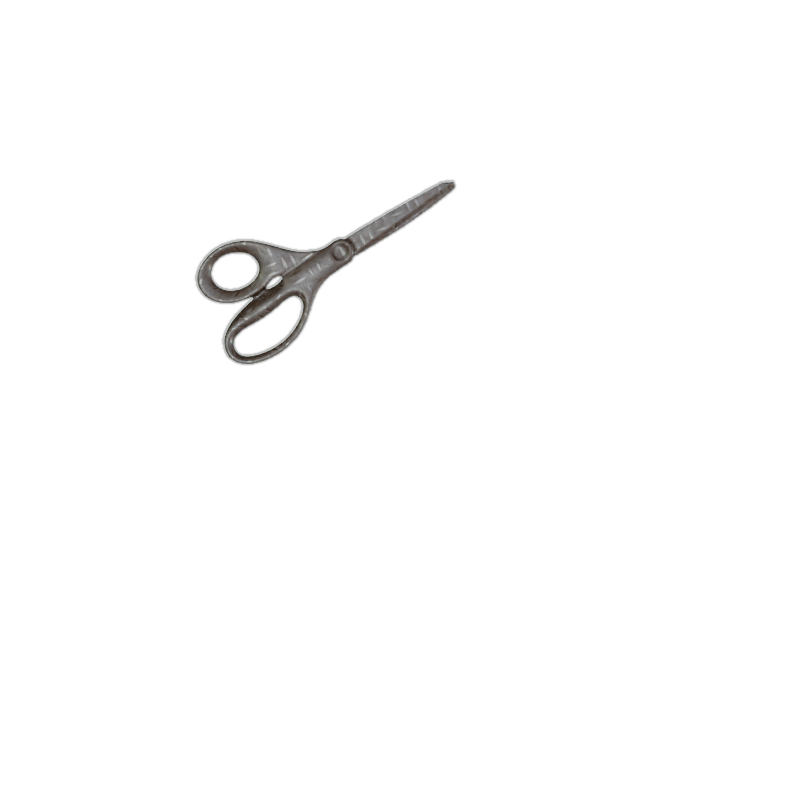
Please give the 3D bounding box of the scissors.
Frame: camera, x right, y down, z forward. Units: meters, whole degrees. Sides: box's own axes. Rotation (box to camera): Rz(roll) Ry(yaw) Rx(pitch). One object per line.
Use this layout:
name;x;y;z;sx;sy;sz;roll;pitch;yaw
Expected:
scissors;-0.062;-0.114;0.795;0.097;0.203;0.015;42;-6;5
